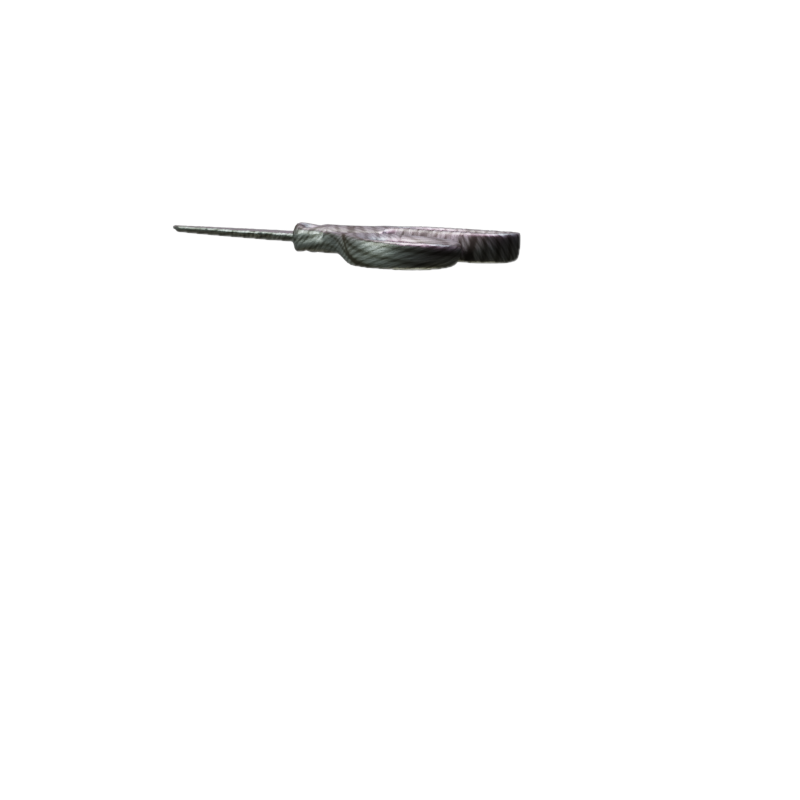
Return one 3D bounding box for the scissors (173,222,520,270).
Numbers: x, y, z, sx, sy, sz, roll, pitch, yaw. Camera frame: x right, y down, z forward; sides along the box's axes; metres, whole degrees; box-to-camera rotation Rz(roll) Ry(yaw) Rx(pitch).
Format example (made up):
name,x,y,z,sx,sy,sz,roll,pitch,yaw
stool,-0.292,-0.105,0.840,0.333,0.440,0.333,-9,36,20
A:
name,x,y,z,sx,sy,sz,roll,pitch,yaw
scissors,-0.043,-0.079,0.555,0.207,0.015,0.096,4,14,18
